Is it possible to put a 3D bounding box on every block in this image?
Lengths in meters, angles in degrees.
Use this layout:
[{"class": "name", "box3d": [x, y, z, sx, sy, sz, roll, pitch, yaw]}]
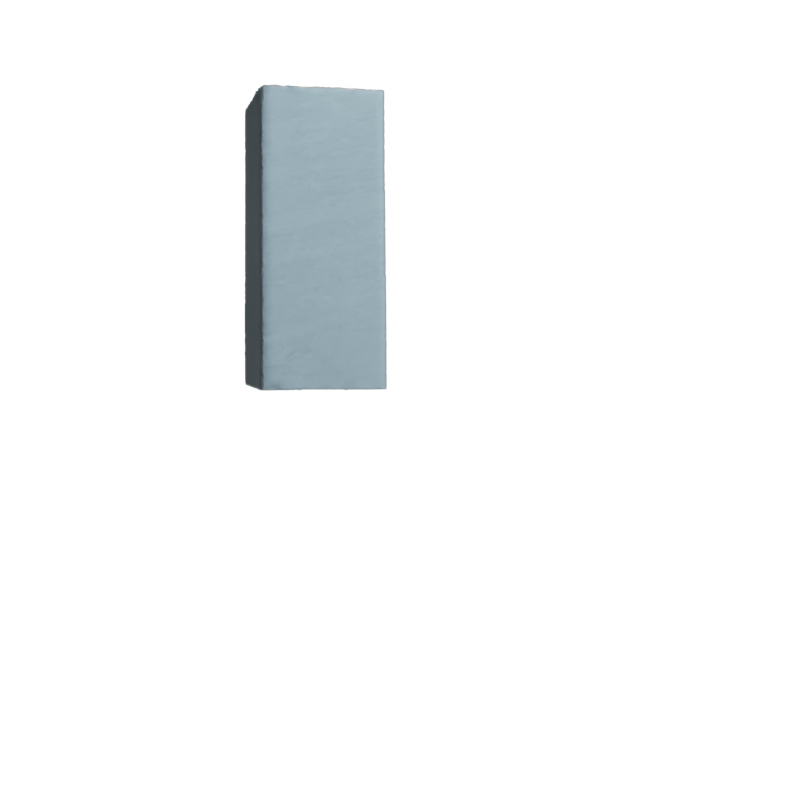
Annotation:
[{"class": "block", "box3d": [-0.063, -0.113, 0.793, 0.089, 0.208, 0.091, 0, -3, -13]}]
